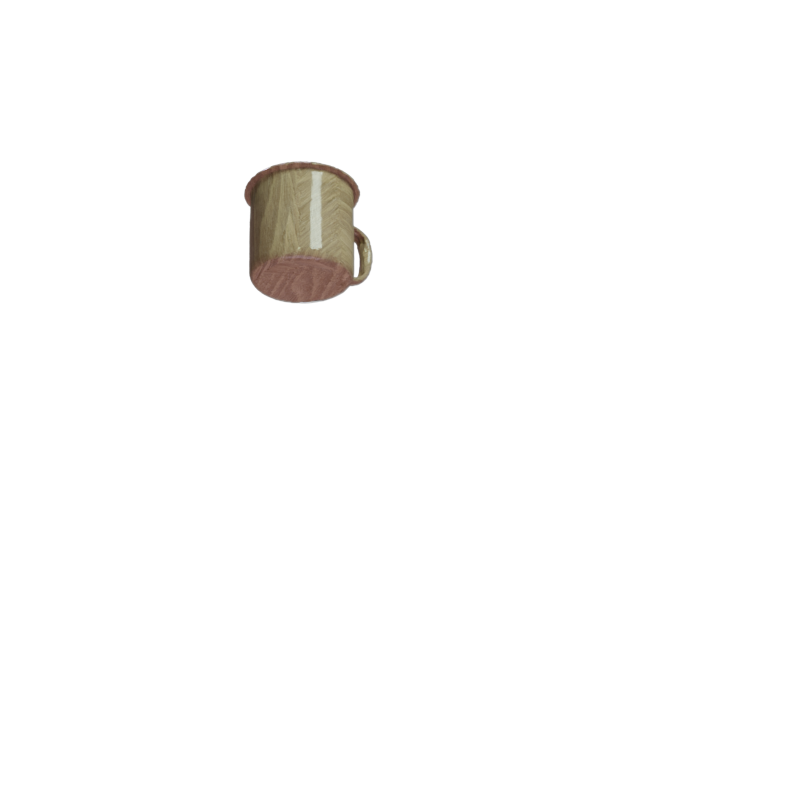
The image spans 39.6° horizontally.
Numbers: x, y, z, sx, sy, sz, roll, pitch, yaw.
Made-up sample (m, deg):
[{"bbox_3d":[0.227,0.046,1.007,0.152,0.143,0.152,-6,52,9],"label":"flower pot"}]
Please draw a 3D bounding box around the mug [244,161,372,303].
[{"bbox_3d":[-0.069,-0.125,0.879,0.110,0.087,0.093,22,-34,-38],"label":"mug"}]
